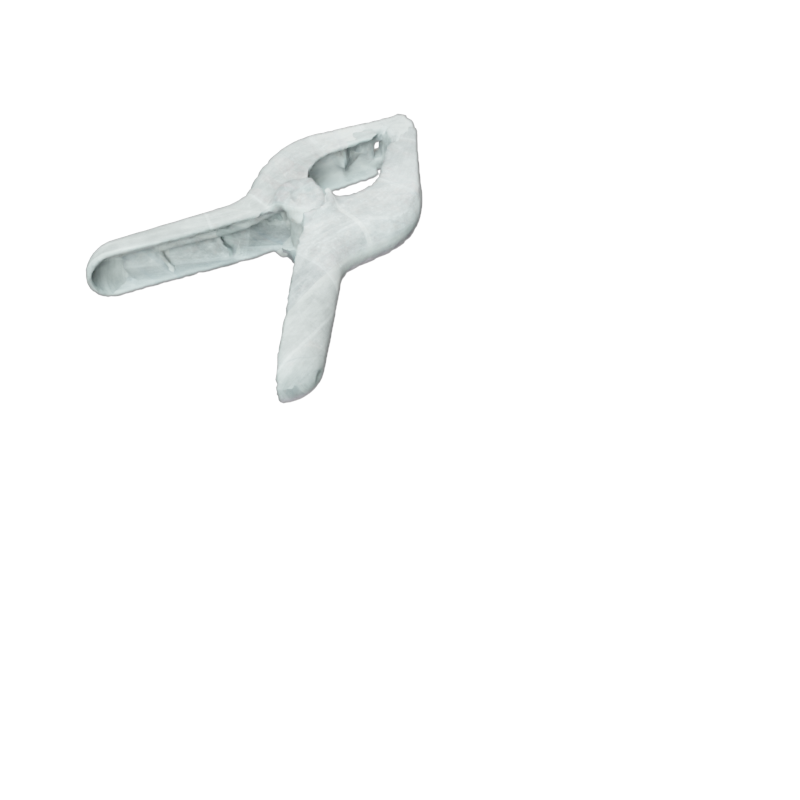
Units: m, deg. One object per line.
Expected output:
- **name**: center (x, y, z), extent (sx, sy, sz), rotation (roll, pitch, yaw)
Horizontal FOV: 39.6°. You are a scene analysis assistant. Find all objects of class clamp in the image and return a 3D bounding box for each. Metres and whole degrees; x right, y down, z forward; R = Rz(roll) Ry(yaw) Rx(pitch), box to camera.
- **clamp**: center (-0.038, -0.070, 0.490), extent (0.128, 0.036, 0.173), rotation (38, 60, 26)
